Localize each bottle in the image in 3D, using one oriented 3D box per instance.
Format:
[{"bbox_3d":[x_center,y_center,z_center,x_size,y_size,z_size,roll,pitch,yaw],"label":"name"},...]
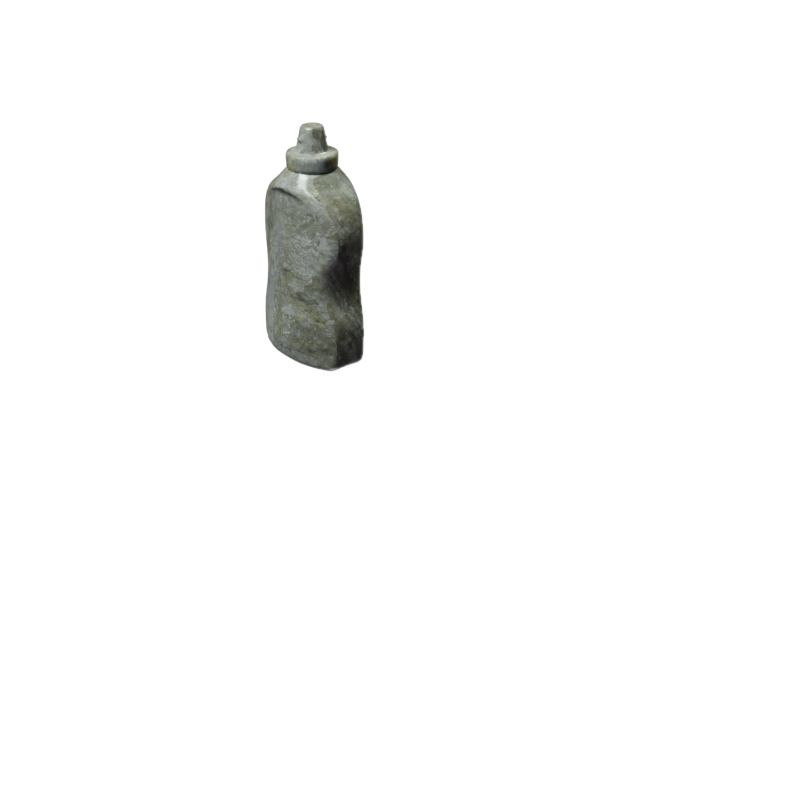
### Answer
[{"bbox_3d":[-0.069,-0.126,0.881,0.057,0.182,0.103,-15,29,-35],"label":"bottle"}]
